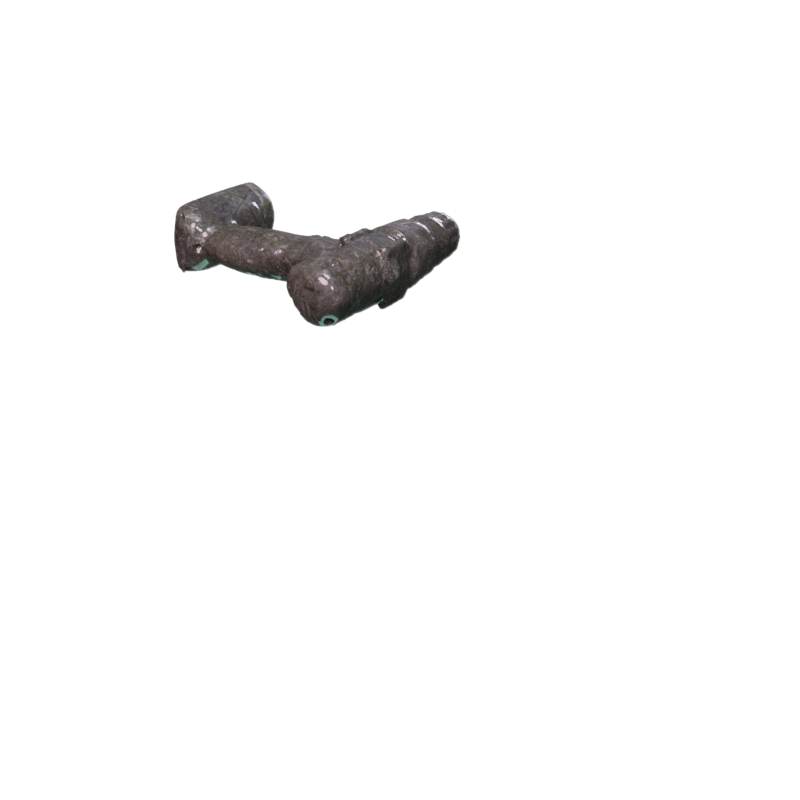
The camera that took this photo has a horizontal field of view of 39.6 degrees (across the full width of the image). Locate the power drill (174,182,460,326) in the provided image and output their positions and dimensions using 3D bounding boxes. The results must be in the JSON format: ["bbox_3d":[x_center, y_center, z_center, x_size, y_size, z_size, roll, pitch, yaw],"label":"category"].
[{"bbox_3d":[-0.068,-0.124,0.868,0.198,0.055,0.184,17,30,32],"label":"power drill"}]
